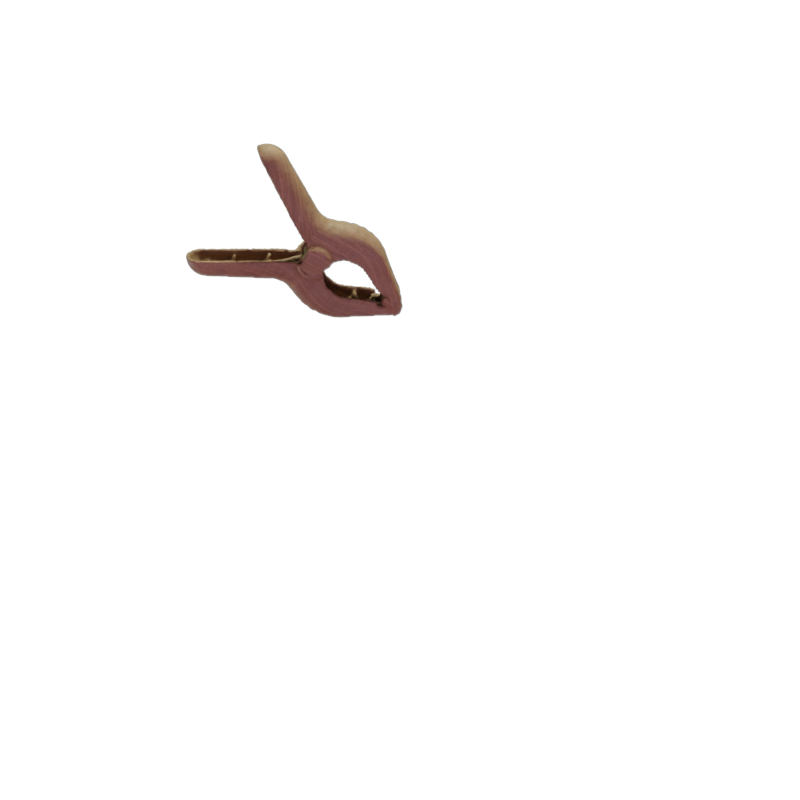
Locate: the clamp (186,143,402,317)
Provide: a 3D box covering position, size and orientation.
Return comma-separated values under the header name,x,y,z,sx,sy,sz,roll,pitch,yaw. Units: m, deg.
name,x,y,z,sx,sy,sz,roll,pitch,yaw
clamp,-0.067,-0.123,0.859,0.167,0.116,0.042,20,32,-14
